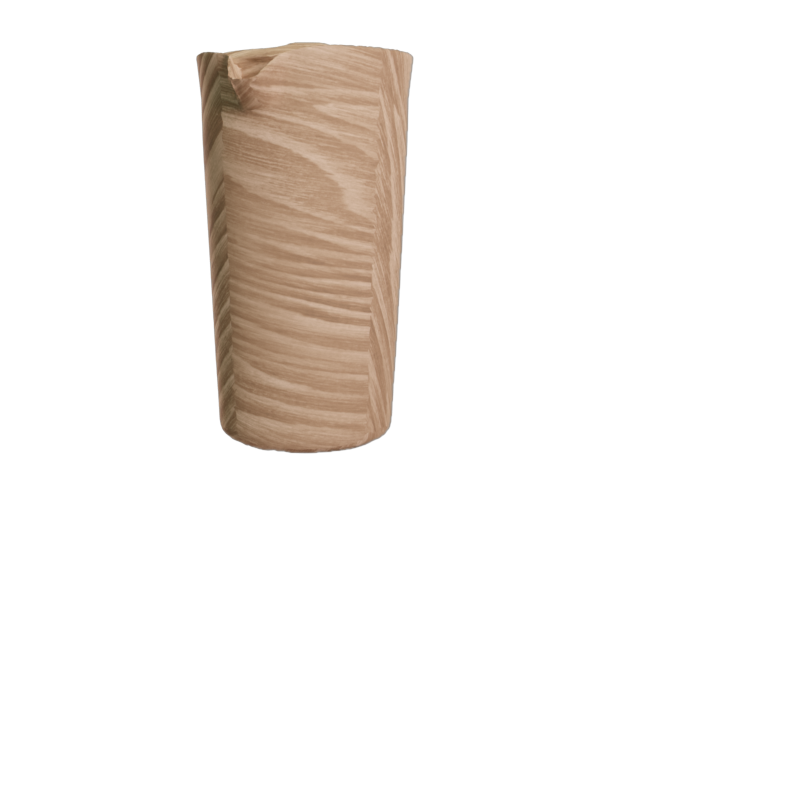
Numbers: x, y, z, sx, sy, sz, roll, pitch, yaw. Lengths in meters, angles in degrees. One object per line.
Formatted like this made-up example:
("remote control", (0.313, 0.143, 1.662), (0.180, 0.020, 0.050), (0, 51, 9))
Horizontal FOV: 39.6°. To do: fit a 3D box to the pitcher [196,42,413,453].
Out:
("pitcher", (-0.055, -0.100, 0.698), (0.145, 0.240, 0.151), (-2, 6, -24))
